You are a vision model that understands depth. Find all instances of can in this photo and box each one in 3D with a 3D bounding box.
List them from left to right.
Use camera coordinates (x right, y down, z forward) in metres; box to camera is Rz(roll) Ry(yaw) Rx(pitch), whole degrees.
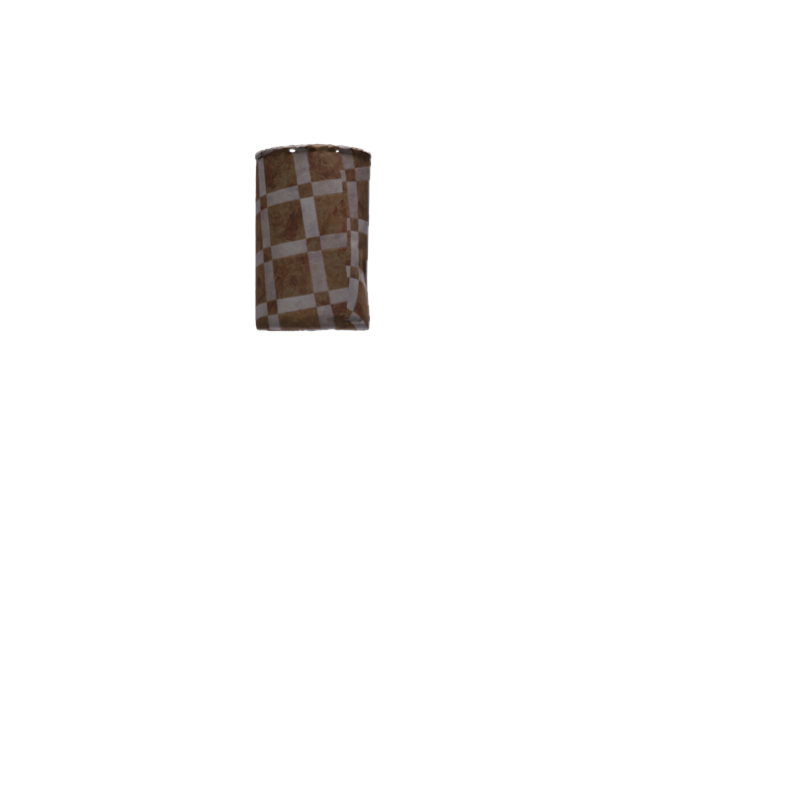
[{"bbox_3d":[-0.050,-0.091,0.640,0.068,0.103,0.068,0,-3,-2],"label":"can"}]
